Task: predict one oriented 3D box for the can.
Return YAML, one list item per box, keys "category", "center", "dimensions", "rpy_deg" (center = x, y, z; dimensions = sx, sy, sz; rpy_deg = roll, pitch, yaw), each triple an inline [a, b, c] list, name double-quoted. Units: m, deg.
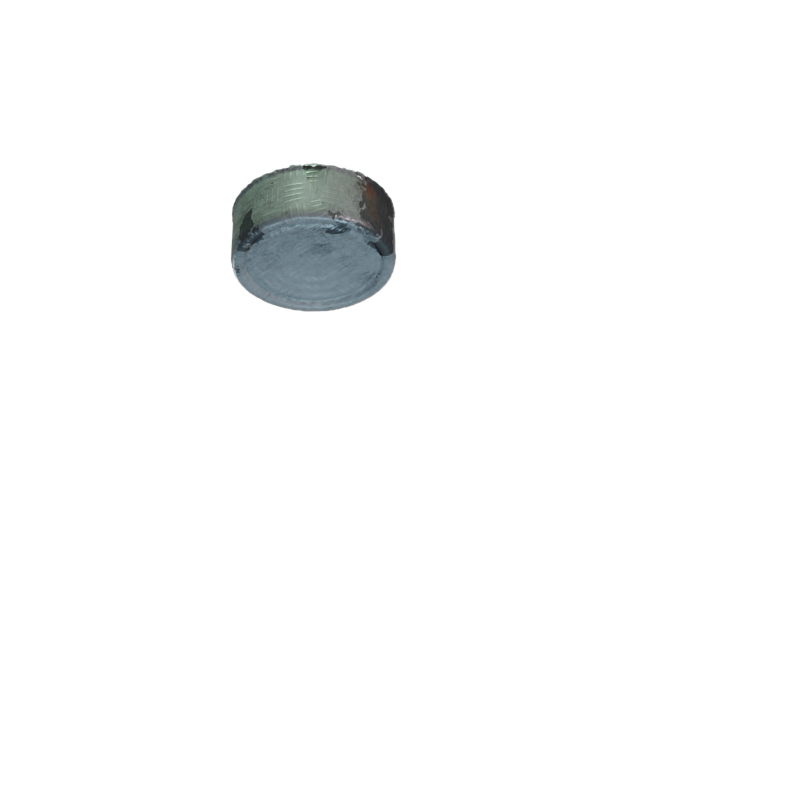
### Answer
- category: "can"
  center: [-0.045, -0.082, 0.573]
  dimensions: [0.086, 0.036, 0.080]
  rpy_deg: [1, -32, -2]
